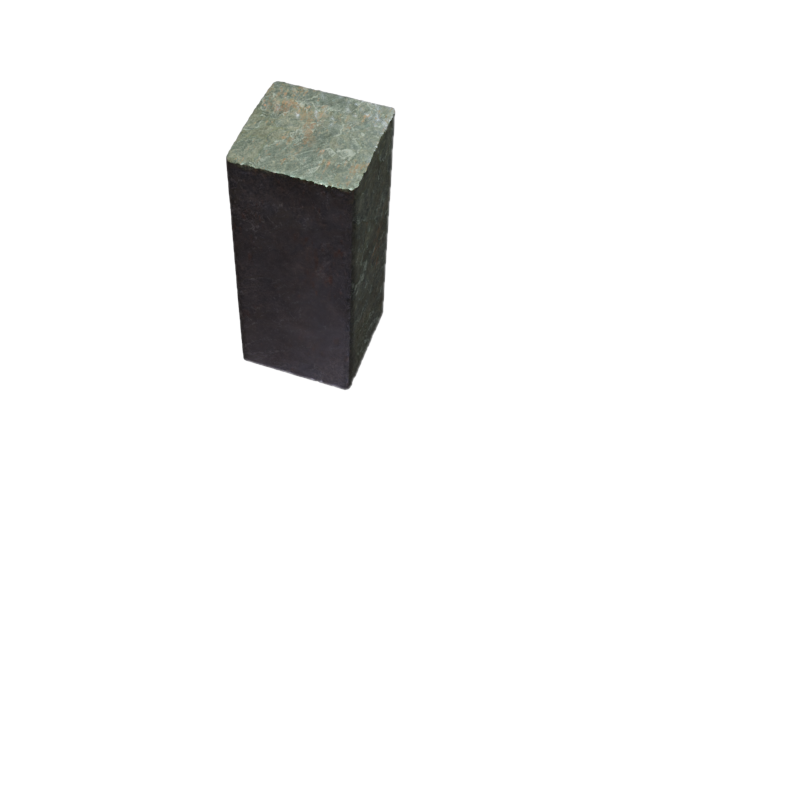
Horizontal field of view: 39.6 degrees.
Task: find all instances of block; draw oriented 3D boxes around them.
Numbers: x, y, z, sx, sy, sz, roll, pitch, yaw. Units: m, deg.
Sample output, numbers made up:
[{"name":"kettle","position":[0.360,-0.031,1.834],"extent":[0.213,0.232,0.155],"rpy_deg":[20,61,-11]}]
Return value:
[{"name":"block","position":[-0.063,-0.113,0.794],"extent":[0.093,0.094,0.192],"rpy_deg":[16,-39,10]}]
